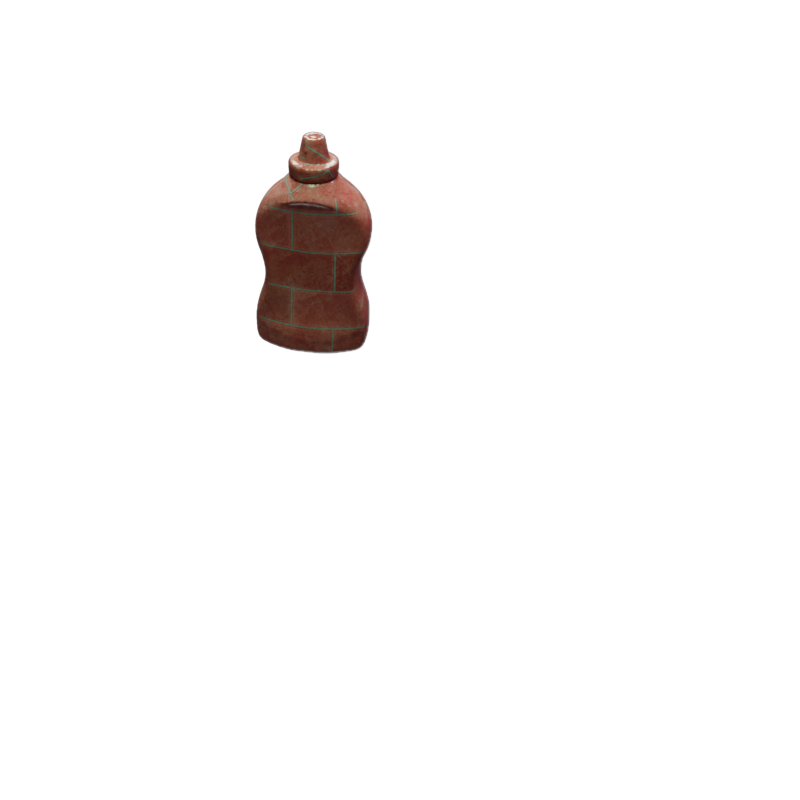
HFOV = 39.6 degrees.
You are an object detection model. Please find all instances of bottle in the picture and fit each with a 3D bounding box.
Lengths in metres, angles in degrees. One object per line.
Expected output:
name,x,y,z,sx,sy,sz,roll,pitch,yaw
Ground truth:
bottle,-0.072,-0.132,0.924,0.097,0.180,0.061,8,32,9
